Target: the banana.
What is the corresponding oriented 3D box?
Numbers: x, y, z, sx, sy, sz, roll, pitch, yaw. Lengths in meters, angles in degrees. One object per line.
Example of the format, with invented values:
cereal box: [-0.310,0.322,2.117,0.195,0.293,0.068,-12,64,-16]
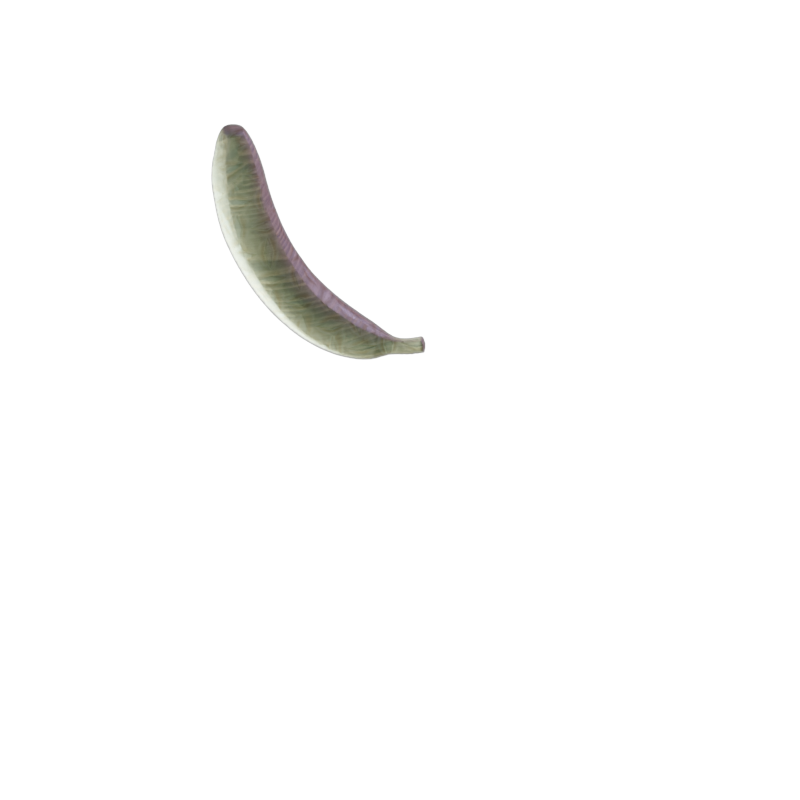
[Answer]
banana: [-0.068,-0.089,0.713,0.069,0.188,0.039,-36,22,17]
